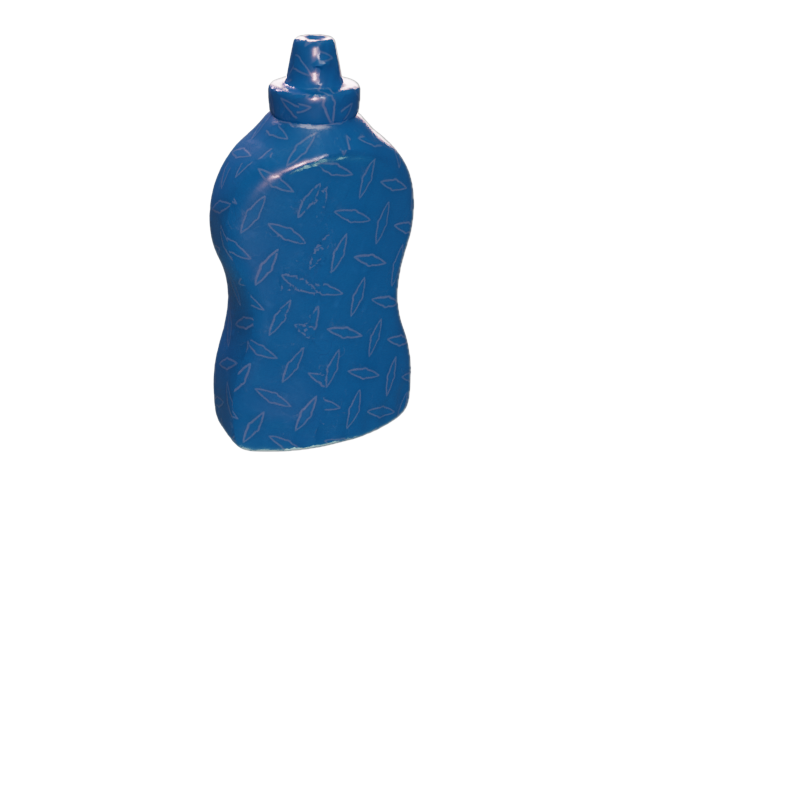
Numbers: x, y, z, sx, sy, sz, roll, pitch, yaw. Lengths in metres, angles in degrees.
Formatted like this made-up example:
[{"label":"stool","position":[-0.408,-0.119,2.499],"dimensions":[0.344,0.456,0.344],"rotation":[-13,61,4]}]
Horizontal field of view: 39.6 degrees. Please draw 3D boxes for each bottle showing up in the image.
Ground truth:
[{"label":"bottle","position":[-0.040,-0.074,0.518],"dimensions":[0.094,0.182,0.062],"rotation":[-9,25,-22]}]
